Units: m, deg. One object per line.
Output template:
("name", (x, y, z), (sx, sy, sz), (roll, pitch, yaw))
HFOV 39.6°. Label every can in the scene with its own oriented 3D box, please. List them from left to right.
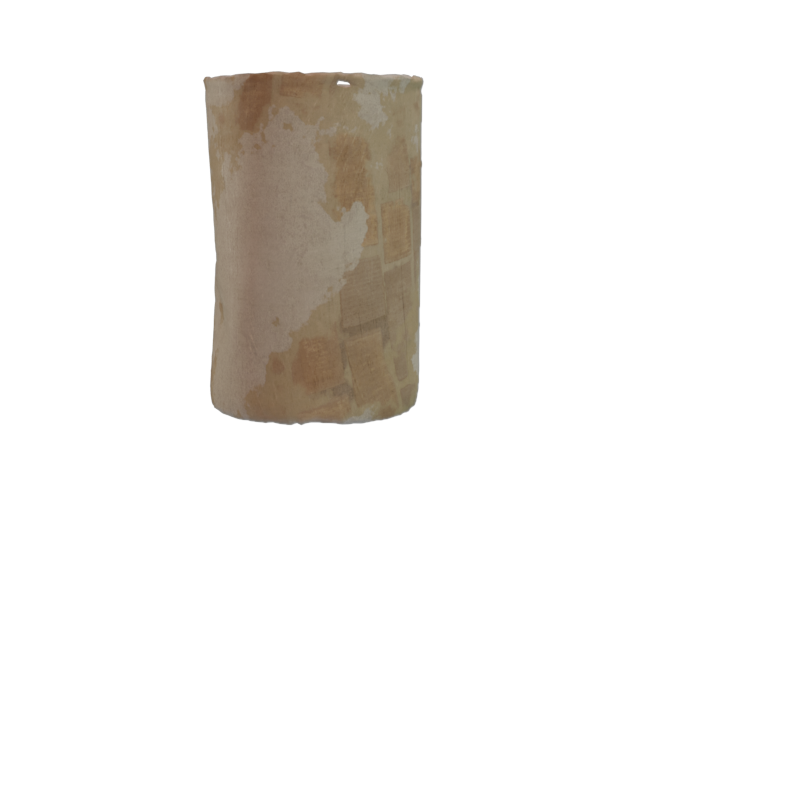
("can", (-0.027, -0.050, 0.347), (0.068, 0.101, 0.070), (0, 7, -2))
